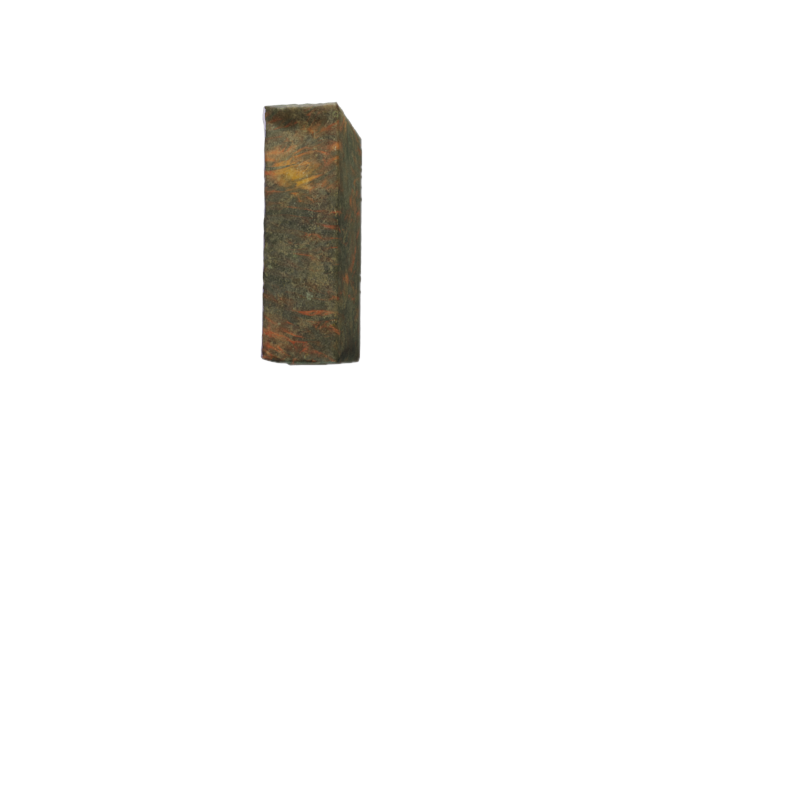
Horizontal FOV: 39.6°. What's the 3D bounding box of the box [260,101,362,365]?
[{"bbox_3d":[-0.076,-0.138,0.969,0.072,0.216,0.161,-1,-3,5],"label":"box"}]
